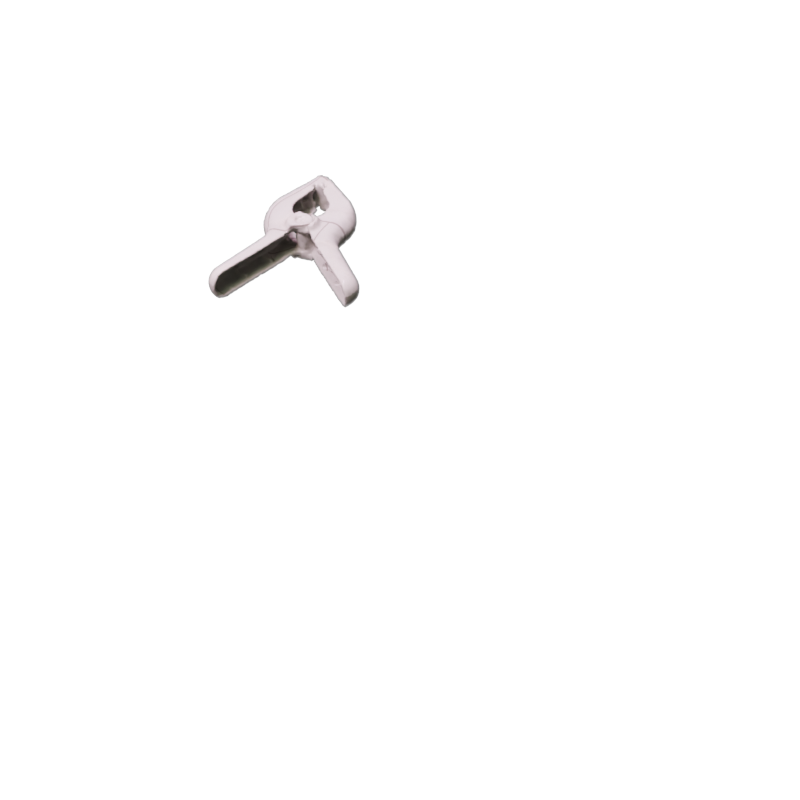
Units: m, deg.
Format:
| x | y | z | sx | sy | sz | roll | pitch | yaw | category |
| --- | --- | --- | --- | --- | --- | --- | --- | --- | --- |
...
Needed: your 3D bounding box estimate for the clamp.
| x | y | z | sx | sy | sz | roll | pitch | yaw | category |
| --- | --- | --- | --- | --- | --- | --- | --- | --- | --- |
| -0.072 | -0.131 | 0.921 | 0.123 | 0.037 | 0.179 | 13 | 44 | 14 | clamp |
